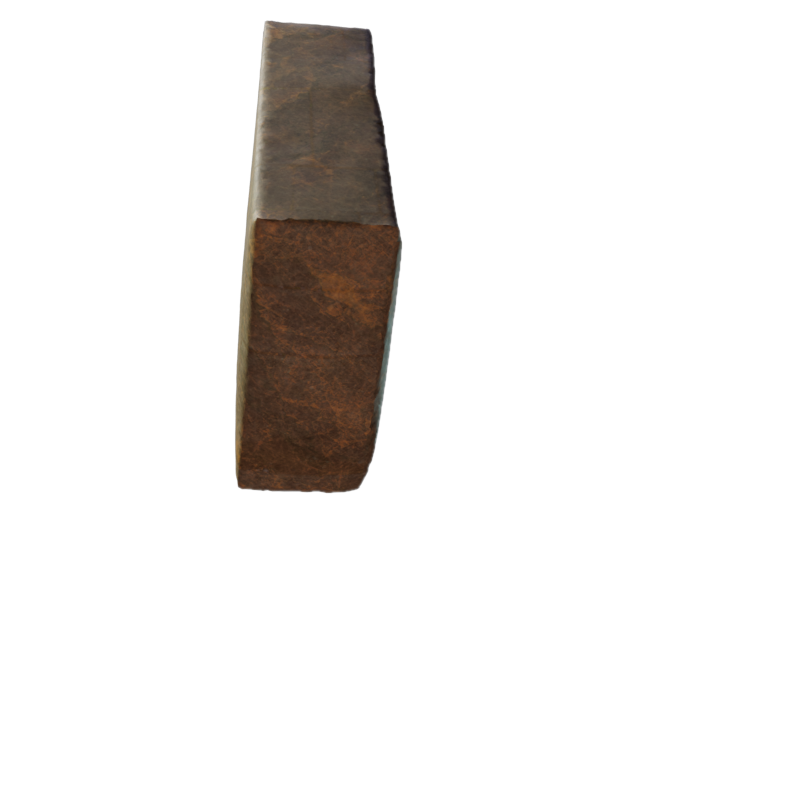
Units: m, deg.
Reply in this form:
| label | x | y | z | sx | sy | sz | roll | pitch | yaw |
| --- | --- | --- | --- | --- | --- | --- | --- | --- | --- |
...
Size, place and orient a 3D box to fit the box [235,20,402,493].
| label | x | y | z | sx | sy | sz | roll | pitch | yaw |
| --- | --- | --- | --- | --- | --- | --- | --- | --- | --- |
| box | -0.046 | -0.085 | 0.593 | 0.071 | 0.154 | 0.229 | 3 | 38 | -7 |
